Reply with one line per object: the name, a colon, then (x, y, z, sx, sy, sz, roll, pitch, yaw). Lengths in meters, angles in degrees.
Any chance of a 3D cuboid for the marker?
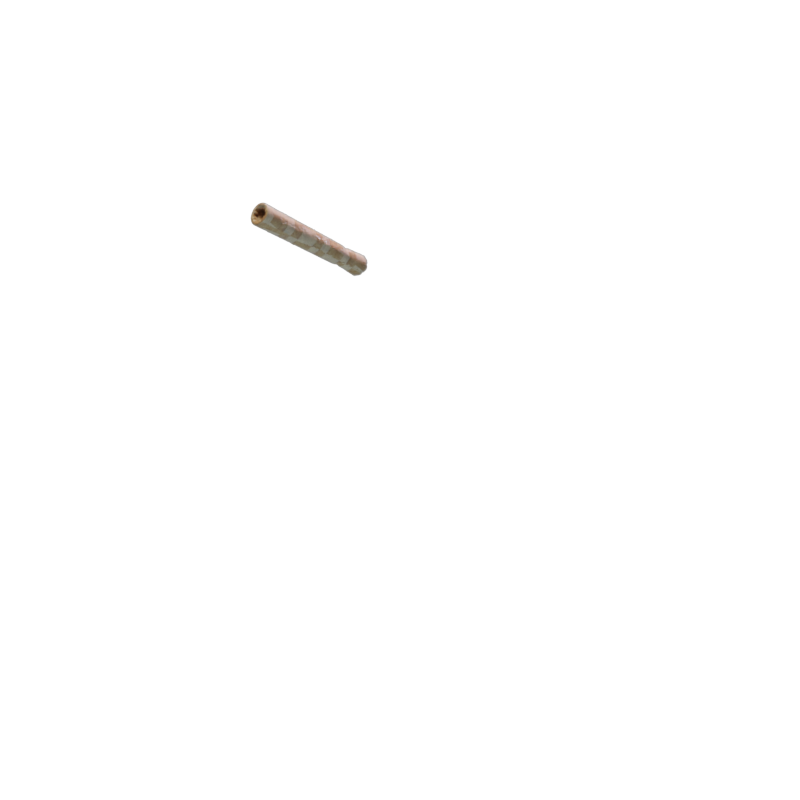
marker: (-0.069, -0.125, 0.876, 0.021, 0.020, 0.113, 4, -14, 45)
